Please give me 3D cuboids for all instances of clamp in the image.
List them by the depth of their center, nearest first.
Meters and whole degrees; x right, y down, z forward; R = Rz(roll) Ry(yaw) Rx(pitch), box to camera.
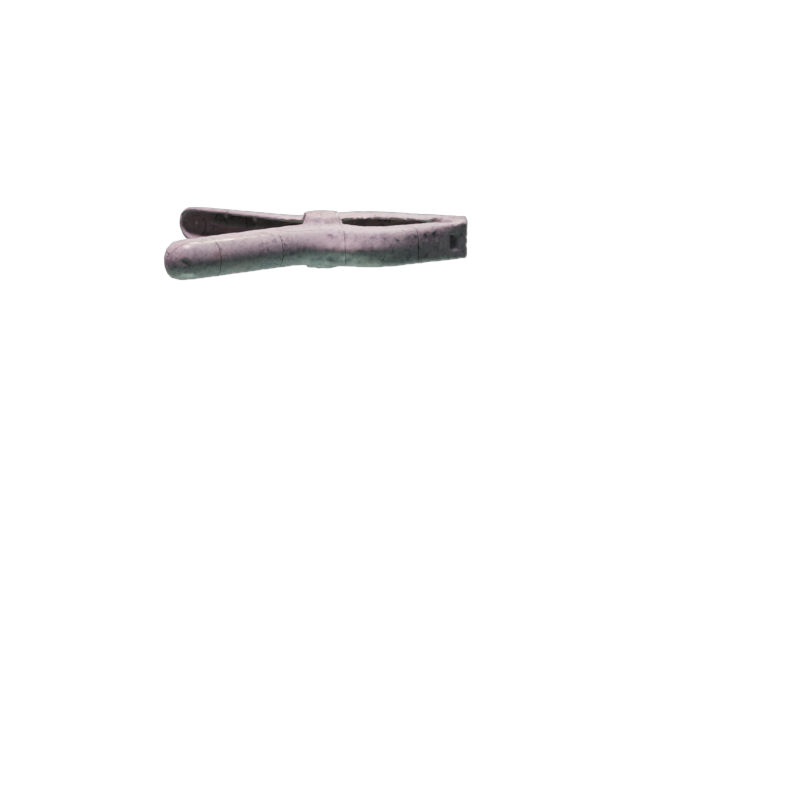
[{"bbox_3d":[-0.059,-0.107,0.751,0.211,0.035,0.170,1,18,2],"label":"clamp"}]
